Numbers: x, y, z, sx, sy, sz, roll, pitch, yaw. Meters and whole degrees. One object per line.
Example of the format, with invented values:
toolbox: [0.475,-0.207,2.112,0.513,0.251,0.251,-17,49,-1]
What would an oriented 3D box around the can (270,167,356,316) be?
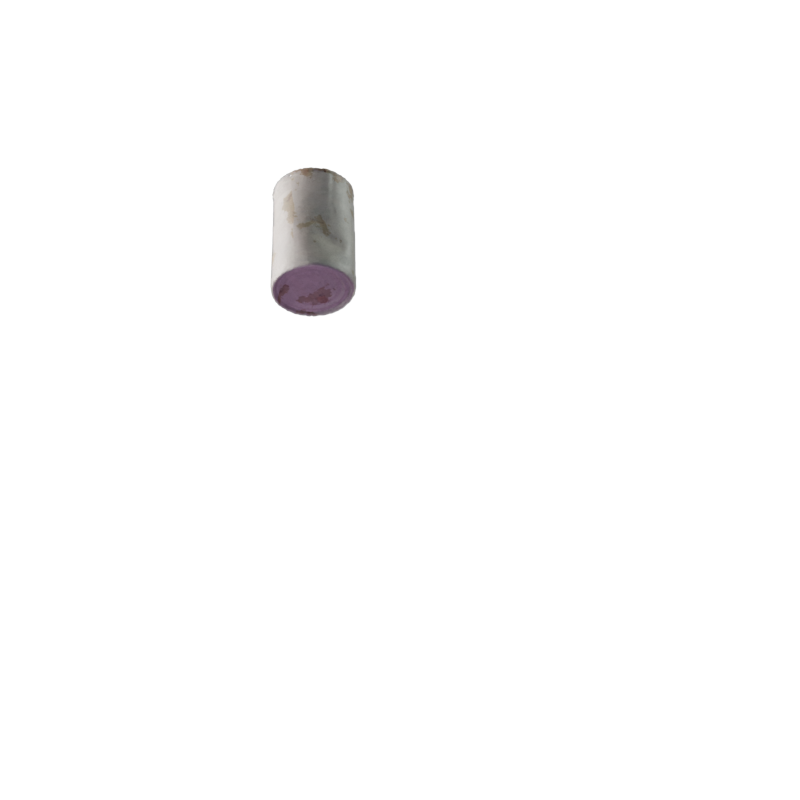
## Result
can: [-0.070,-0.127,0.891,0.068,0.110,0.064,-1,-37,-3]
